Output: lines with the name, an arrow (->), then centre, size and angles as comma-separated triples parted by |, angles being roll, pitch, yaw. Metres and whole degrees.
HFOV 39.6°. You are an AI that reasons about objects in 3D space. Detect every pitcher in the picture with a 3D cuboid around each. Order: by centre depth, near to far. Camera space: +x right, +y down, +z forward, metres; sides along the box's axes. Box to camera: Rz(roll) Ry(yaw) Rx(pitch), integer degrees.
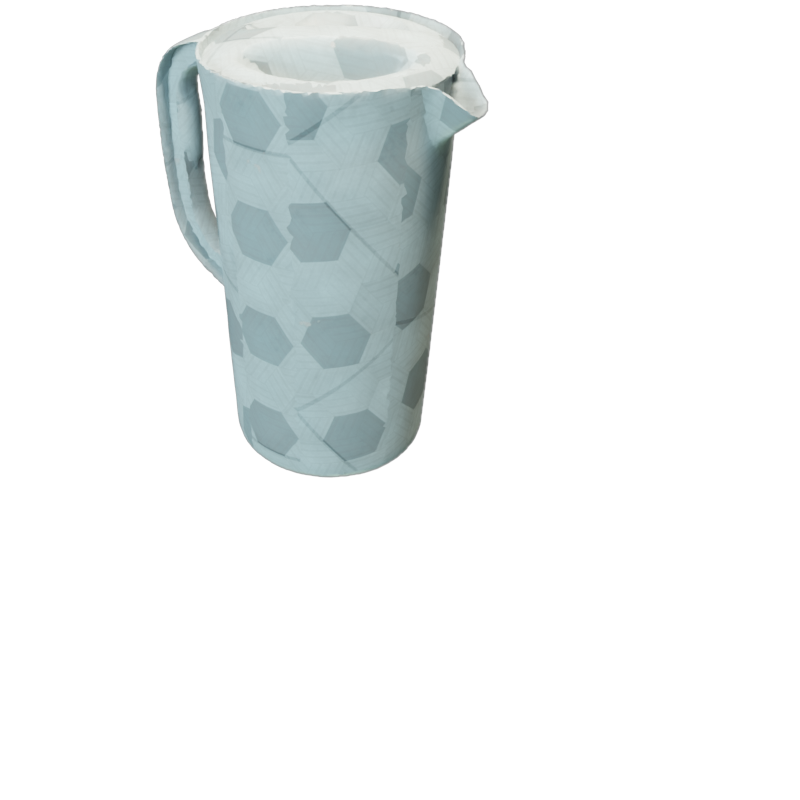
pitcher -> -0.047, -0.086, 0.604 | 0.143, 0.228, 0.161 | -8, 33, -15
